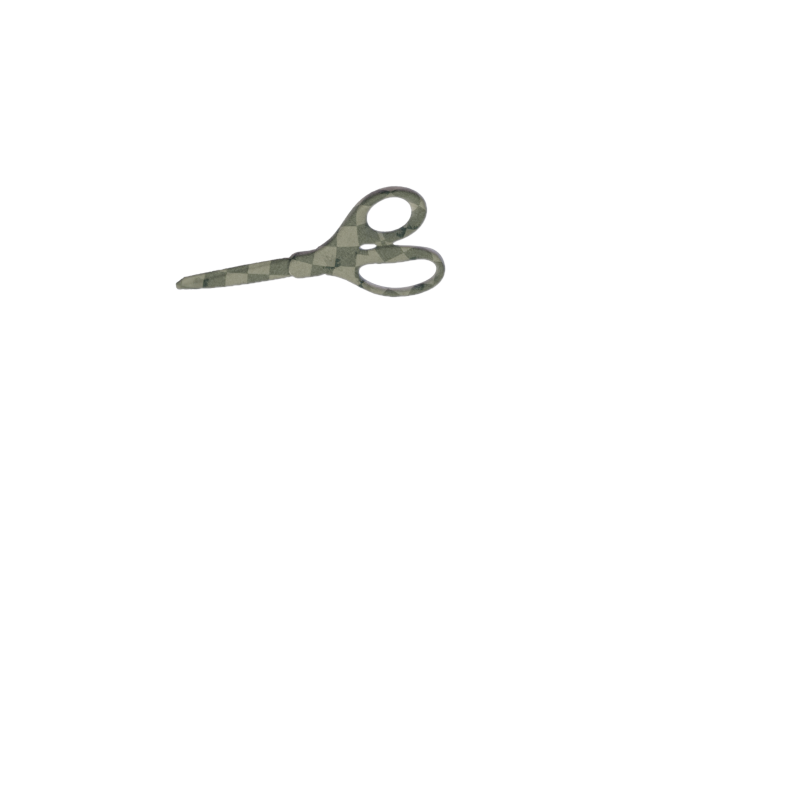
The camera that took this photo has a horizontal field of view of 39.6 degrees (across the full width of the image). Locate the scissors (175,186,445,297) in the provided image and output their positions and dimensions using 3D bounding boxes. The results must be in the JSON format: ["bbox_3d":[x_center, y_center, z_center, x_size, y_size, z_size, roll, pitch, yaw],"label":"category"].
[{"bbox_3d":[-0.065,-0.118,0.827,0.201,0.092,0.017,5,24,-2],"label":"scissors"}]
